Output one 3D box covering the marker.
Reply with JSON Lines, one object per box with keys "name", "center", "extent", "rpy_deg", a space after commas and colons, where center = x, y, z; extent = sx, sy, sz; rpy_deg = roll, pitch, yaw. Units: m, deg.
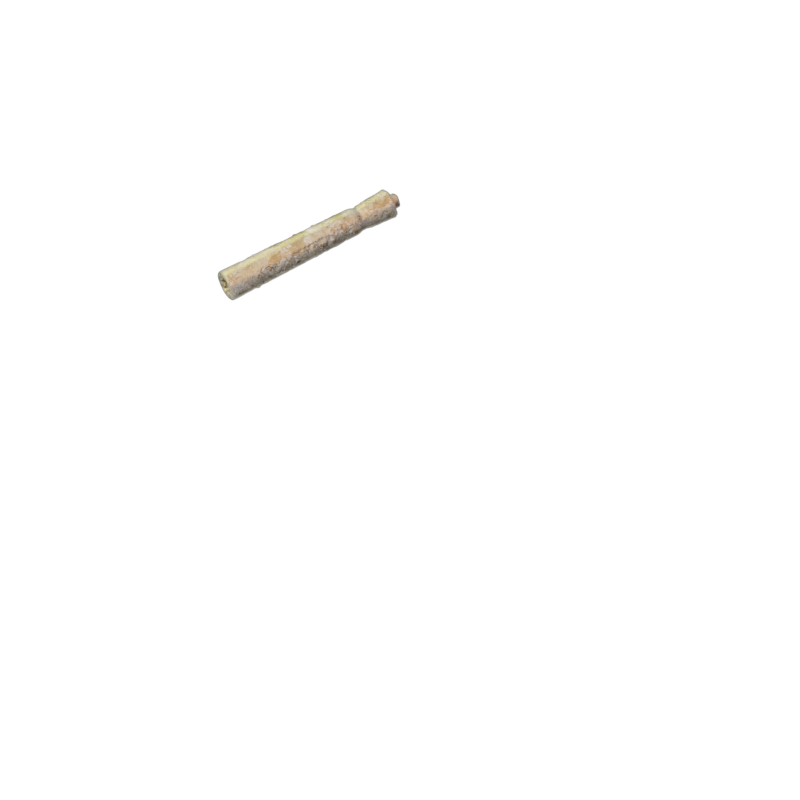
{"name": "marker", "center": [-0.052, -0.094, 0.658], "extent": [0.121, 0.019, 0.020], "rpy_deg": [-30, 15, -19]}
